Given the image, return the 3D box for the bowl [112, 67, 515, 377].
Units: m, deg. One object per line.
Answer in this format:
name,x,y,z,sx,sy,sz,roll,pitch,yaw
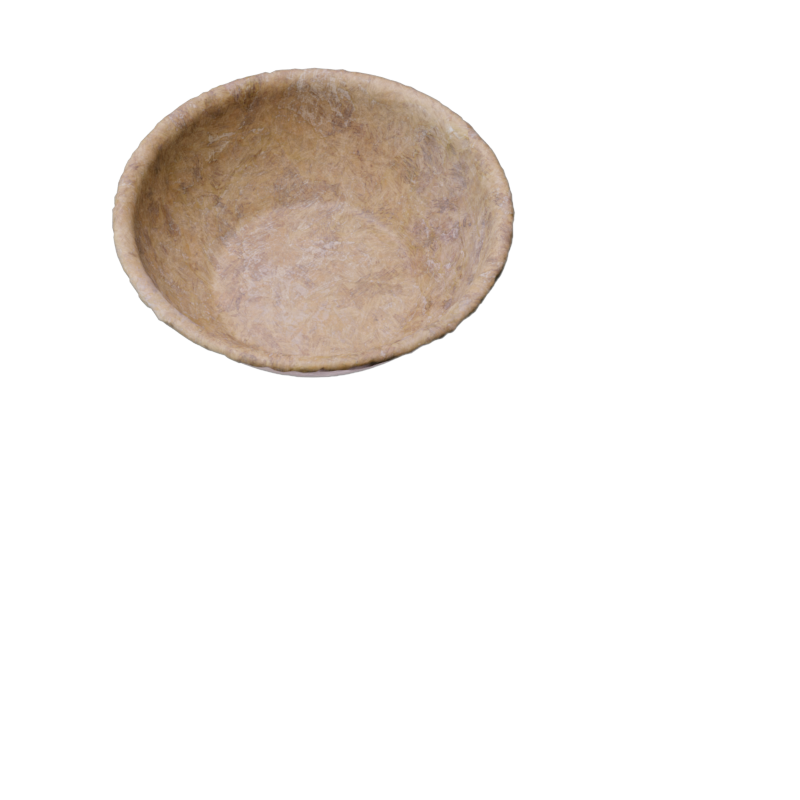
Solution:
bowl,-0.037,-0.067,0.467,0.162,0.174,0.051,-1,-36,-1
